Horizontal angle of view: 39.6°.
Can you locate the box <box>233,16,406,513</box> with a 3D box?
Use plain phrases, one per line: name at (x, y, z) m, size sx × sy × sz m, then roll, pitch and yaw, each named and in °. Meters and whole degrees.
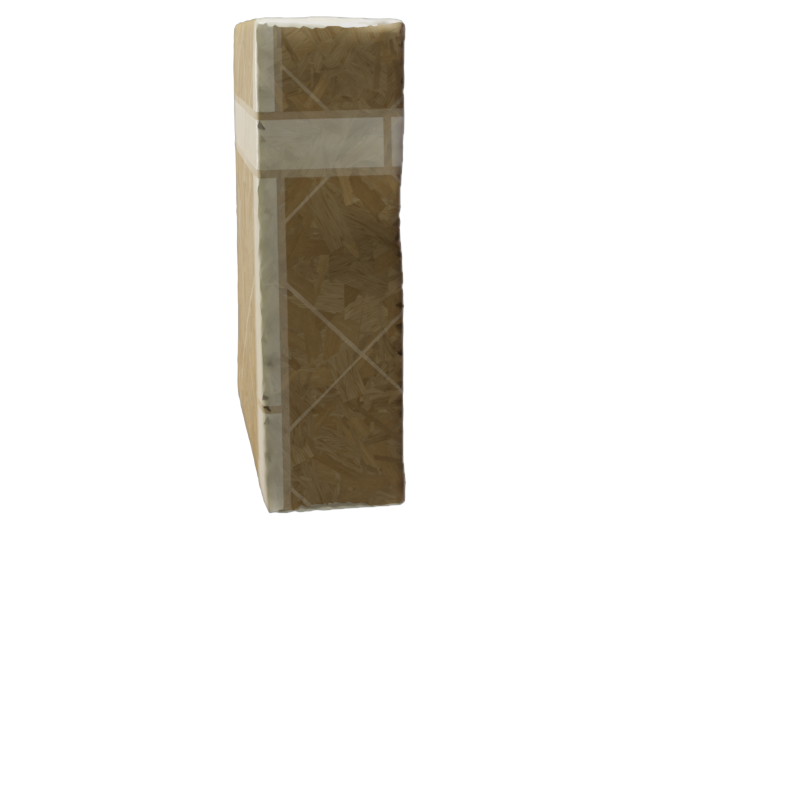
box at (-0.043, -0.078, 0.545) m, size 0.071 × 0.208 × 0.171 m, roll -1°, pitch 14°, yaw -11°
